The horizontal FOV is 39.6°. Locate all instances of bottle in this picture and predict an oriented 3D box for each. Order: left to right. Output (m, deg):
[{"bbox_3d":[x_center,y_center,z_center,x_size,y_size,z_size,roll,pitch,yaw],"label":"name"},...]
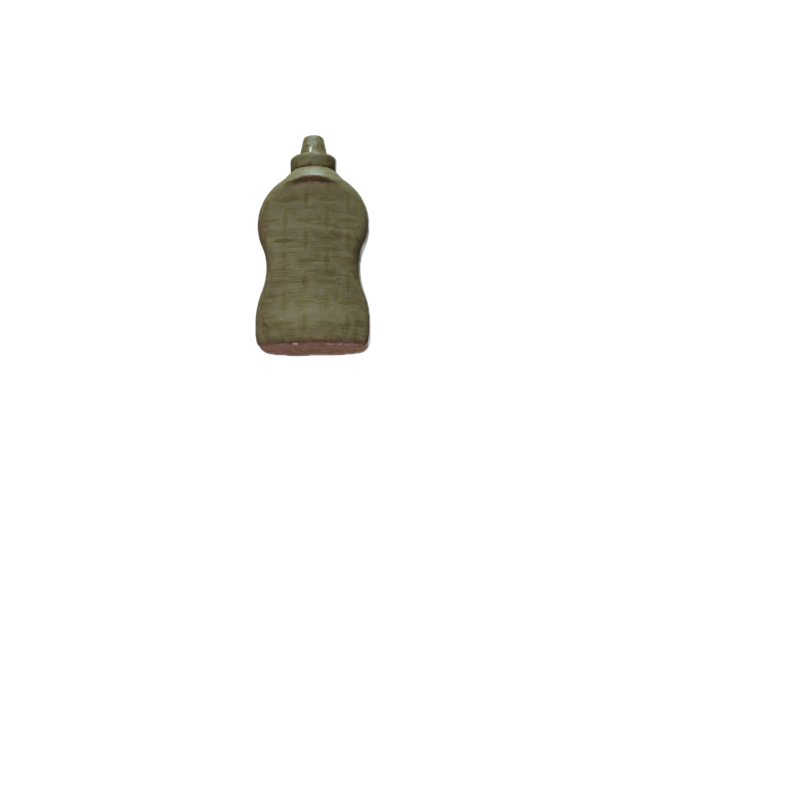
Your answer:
[{"bbox_3d":[-0.075,-0.136,0.955,0.097,0.199,0.056,-2,-15,5],"label":"bottle"}]
